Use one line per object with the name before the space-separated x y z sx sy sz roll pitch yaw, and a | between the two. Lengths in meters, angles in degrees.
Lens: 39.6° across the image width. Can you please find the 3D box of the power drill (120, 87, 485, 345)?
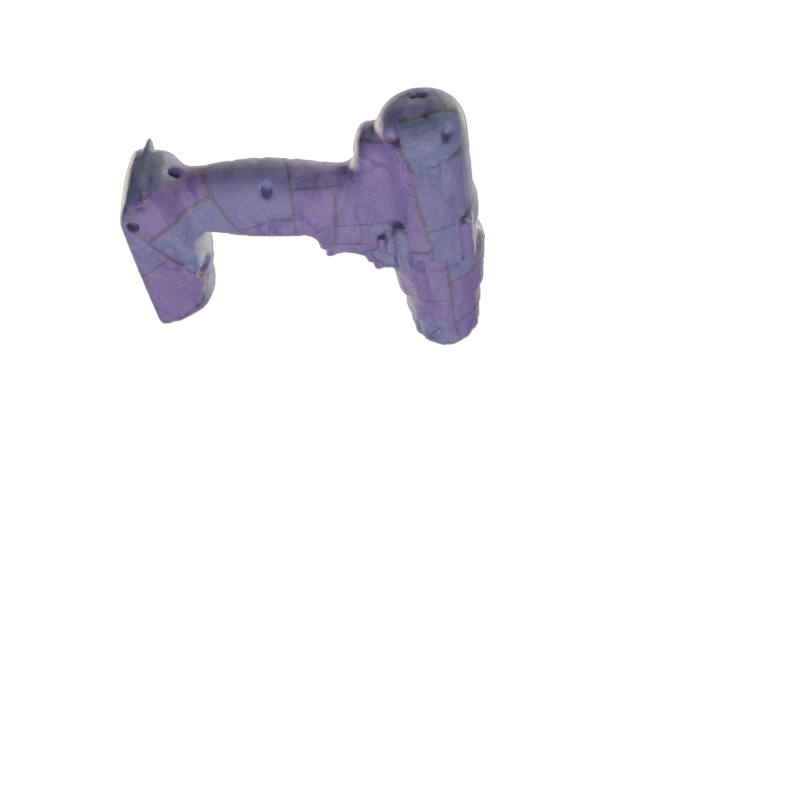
power drill | -0.048 -0.088 0.614 0.189 0.062 0.171 -5 -39 6
